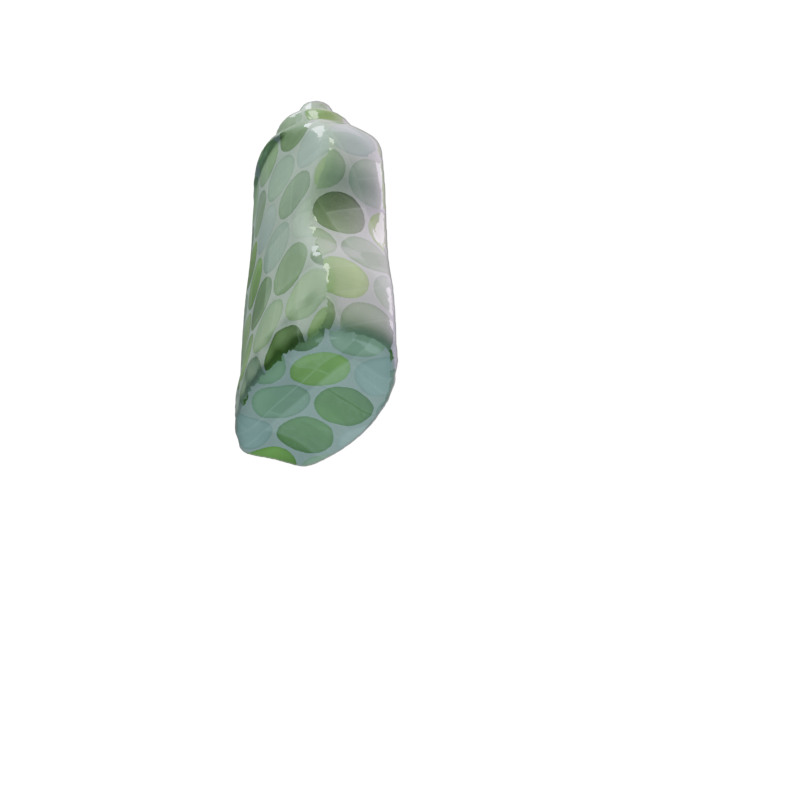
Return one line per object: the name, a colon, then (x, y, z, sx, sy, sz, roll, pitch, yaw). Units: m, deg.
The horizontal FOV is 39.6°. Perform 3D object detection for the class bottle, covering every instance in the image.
bottle: (-0.040, -0.073, 0.515, 0.057, 0.206, 0.092, 14, -44, -19)
